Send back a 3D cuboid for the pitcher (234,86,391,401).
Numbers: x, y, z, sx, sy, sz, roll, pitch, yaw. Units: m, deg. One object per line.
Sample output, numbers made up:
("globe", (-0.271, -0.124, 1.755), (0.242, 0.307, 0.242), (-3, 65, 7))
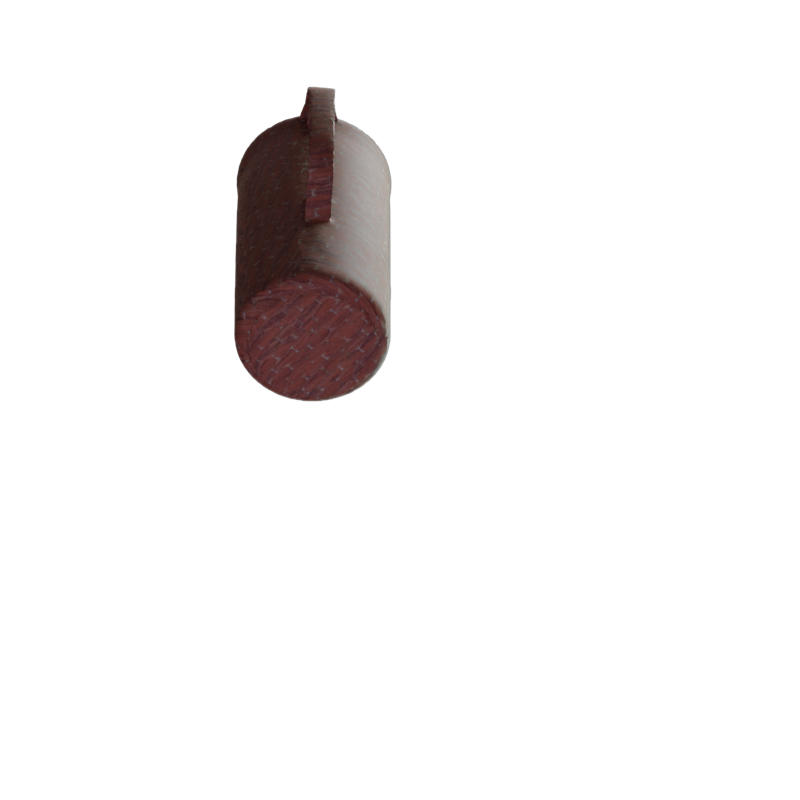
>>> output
("pitcher", (-0.067, -0.122, 0.851), (0.144, 0.140, 0.260), (-34, 30, 19))
